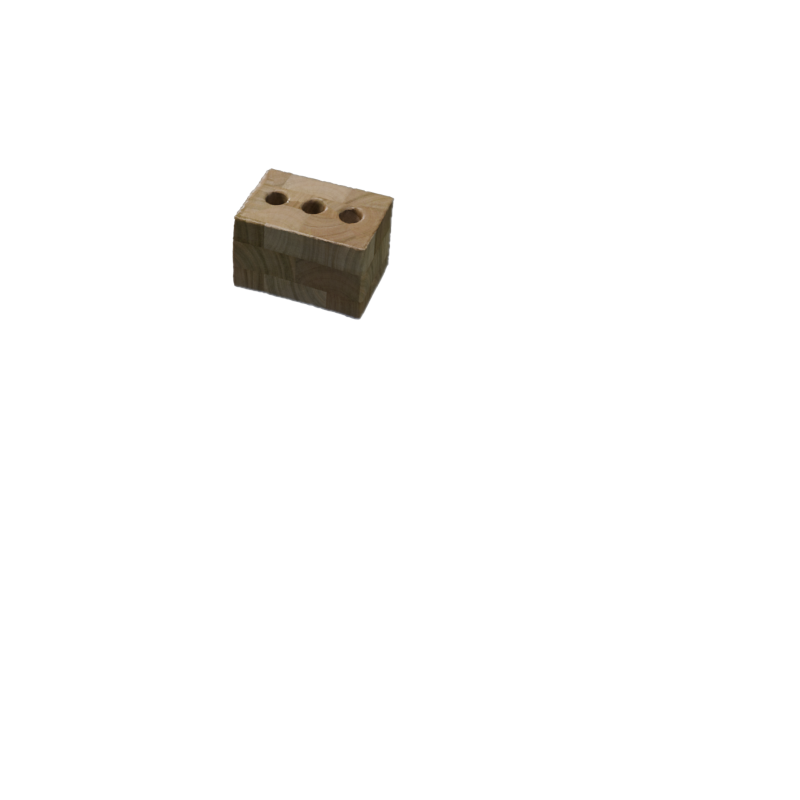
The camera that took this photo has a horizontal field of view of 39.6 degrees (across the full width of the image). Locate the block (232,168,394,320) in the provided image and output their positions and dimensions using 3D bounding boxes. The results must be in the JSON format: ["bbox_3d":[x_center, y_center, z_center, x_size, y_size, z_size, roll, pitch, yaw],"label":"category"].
[{"bbox_3d":[-0.048,-0.088,0.619,0.080,0.048,0.055,15,45,14],"label":"block"}]
